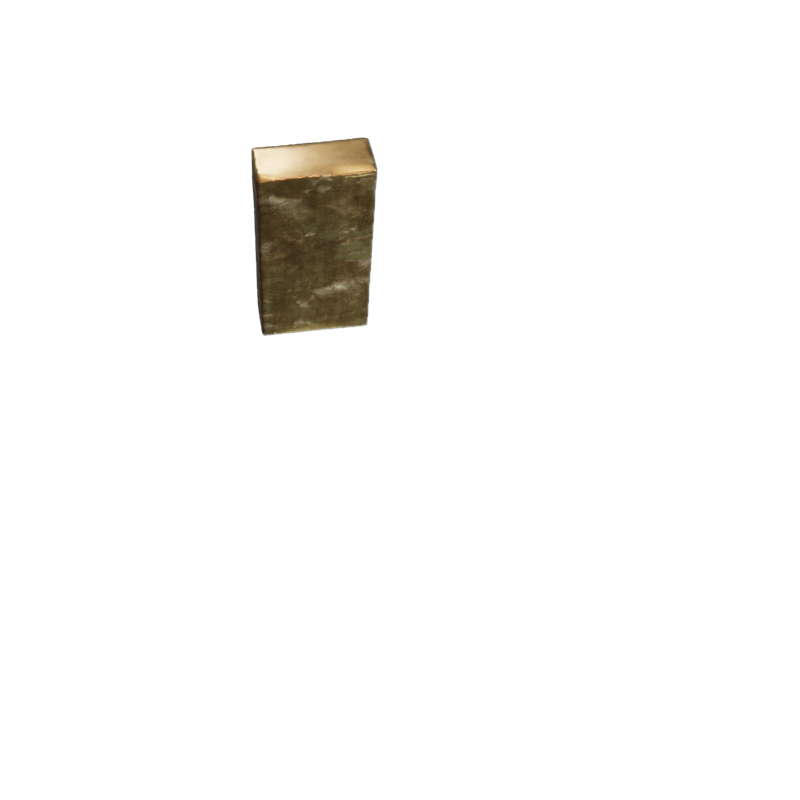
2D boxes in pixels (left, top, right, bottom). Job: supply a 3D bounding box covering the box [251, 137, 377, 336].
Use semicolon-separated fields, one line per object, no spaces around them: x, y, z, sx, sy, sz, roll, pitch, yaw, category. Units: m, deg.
-0.069;-0.126;0.885;0.093;0.052;0.164;-6;-37;-8;box
